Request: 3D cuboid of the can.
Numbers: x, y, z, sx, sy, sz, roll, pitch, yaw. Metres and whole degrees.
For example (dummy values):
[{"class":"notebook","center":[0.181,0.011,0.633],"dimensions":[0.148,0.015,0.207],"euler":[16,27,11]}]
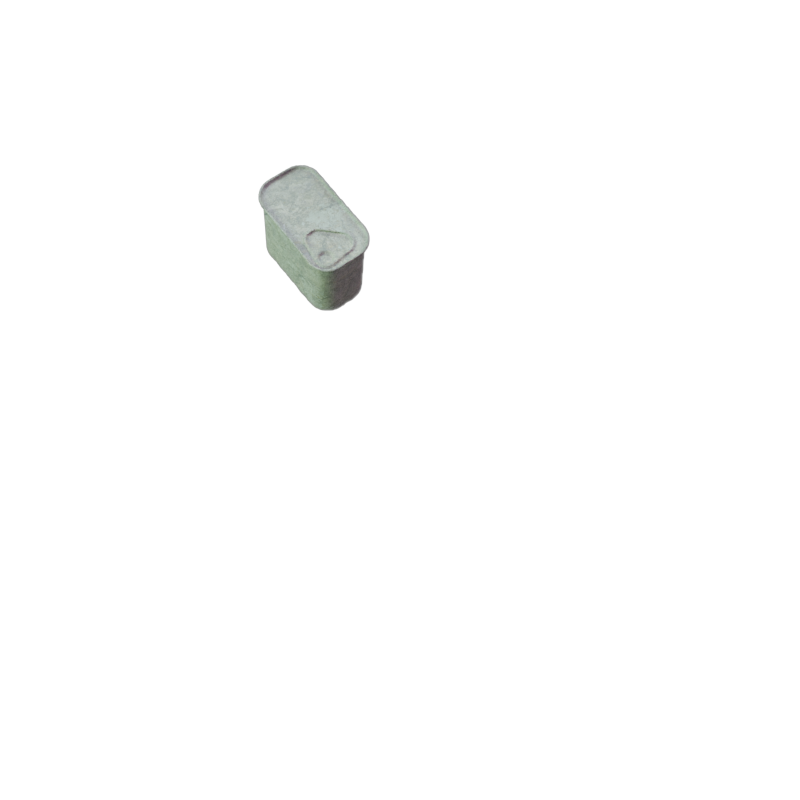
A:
[{"class":"can","center":[-0.073,-0.134,0.938],"dimensions":[0.058,0.108,0.079],"euler":[-33,-21,-17]}]
